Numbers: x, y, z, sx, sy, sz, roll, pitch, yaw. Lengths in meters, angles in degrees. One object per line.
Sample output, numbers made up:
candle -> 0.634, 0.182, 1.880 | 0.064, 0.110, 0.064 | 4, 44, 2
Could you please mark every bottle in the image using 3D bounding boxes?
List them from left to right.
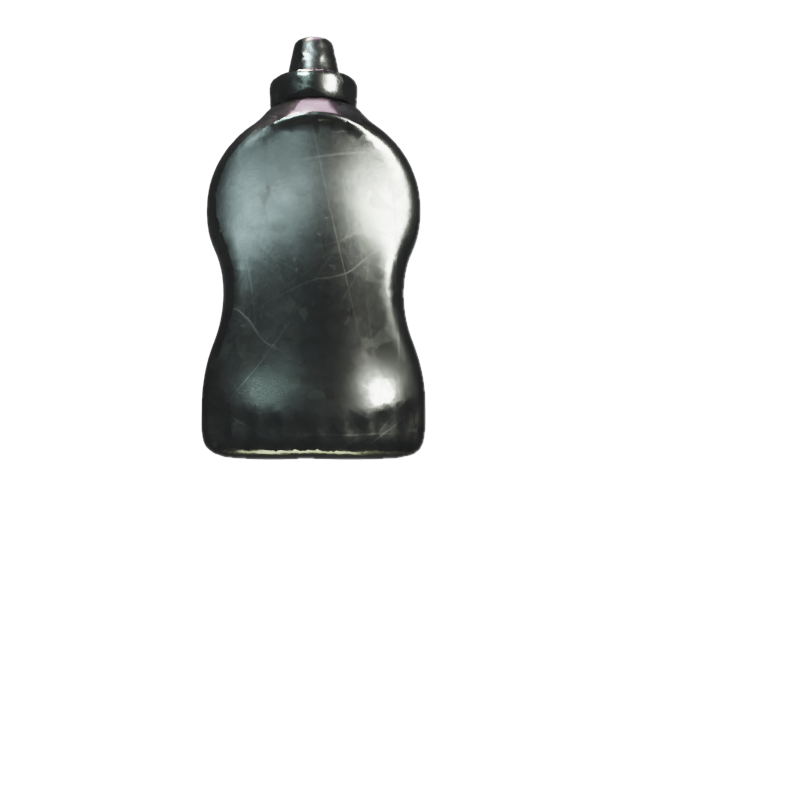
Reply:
bottle -> -0.039, -0.071, 0.499 | 0.096, 0.197, 0.057 | -1, -11, -1
